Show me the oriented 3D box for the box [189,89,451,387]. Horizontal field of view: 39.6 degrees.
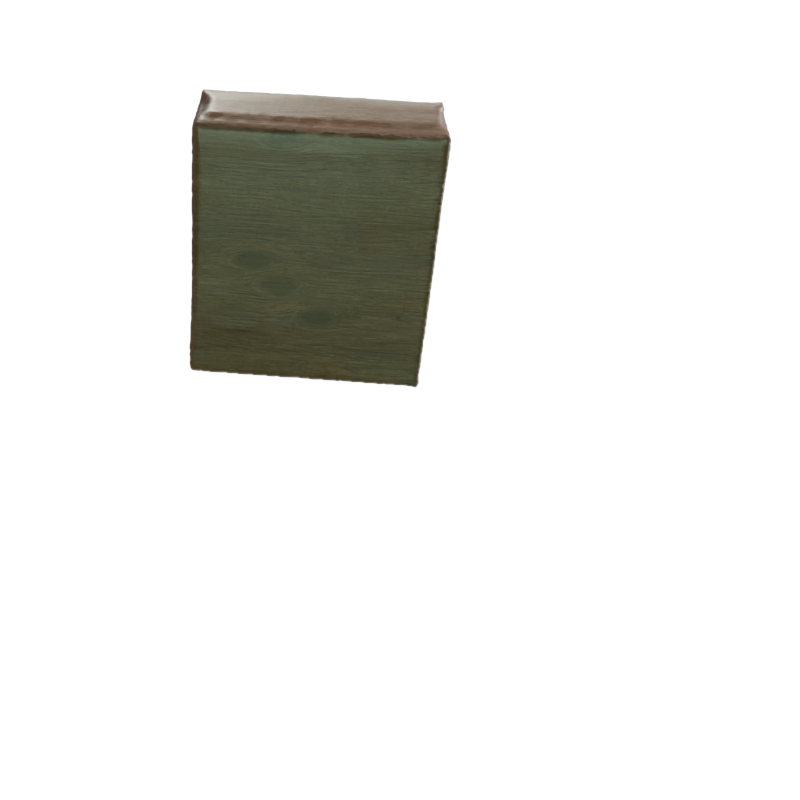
[{"bbox_3d":[-0.027,-0.049,0.341,0.073,0.084,0.032,4,32,-3],"label":"box"}]
